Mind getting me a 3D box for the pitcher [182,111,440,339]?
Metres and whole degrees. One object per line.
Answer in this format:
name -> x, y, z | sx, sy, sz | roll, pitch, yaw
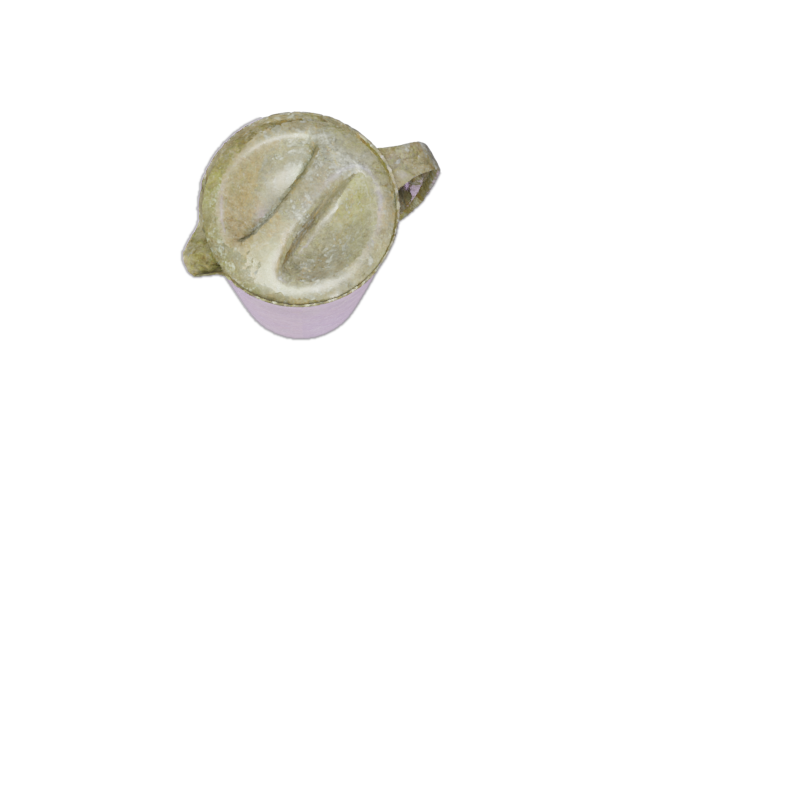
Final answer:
pitcher -> -0.066, -0.120, 0.837 | 0.150, 0.148, 0.238 | 18, -8, -1
